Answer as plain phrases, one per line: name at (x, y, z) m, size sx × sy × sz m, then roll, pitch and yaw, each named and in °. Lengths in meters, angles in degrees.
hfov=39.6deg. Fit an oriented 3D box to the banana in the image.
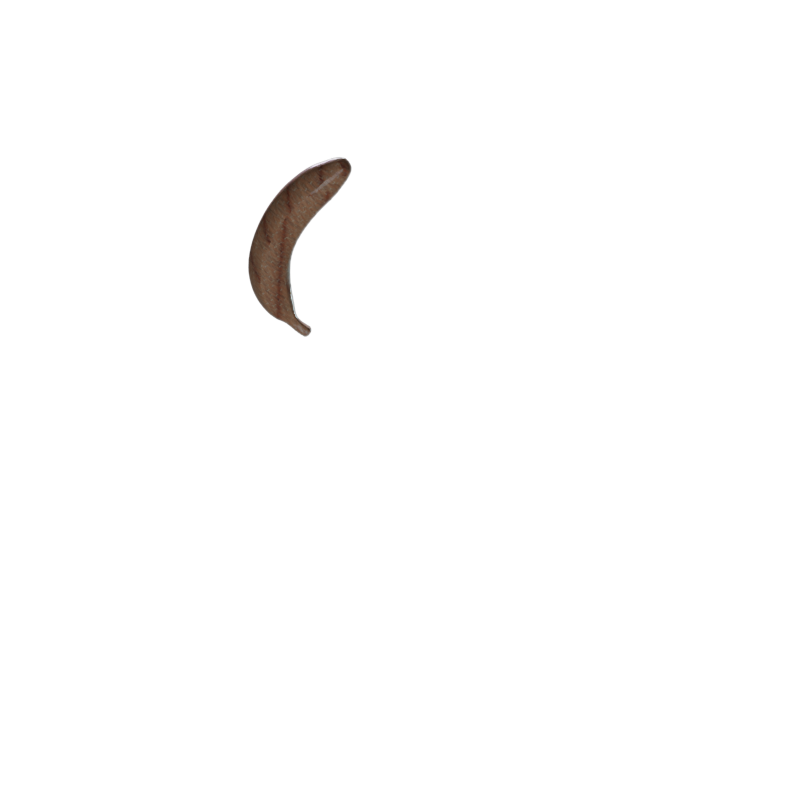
banana at (-0.095, -0.139, 0.974) m, size 0.069 × 0.187 × 0.039 m, roll 9°, pitch 43°, yaw -10°
